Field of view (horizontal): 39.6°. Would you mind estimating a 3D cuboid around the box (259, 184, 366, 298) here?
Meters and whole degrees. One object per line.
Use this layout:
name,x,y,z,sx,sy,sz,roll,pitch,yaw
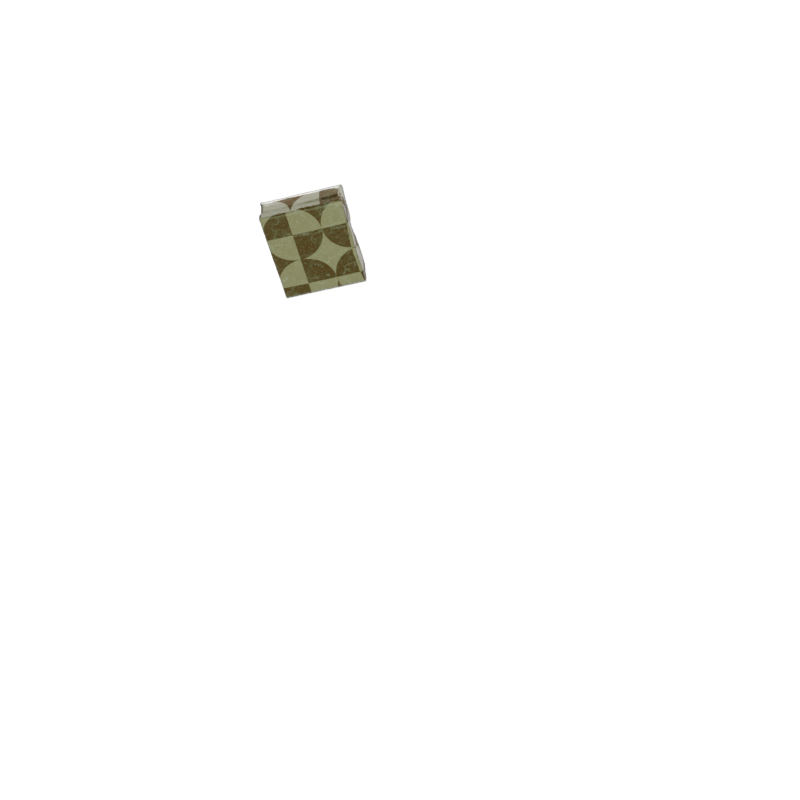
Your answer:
box,-0.075,-0.137,0.956,0.073,0.083,0.032,-12,34,8
